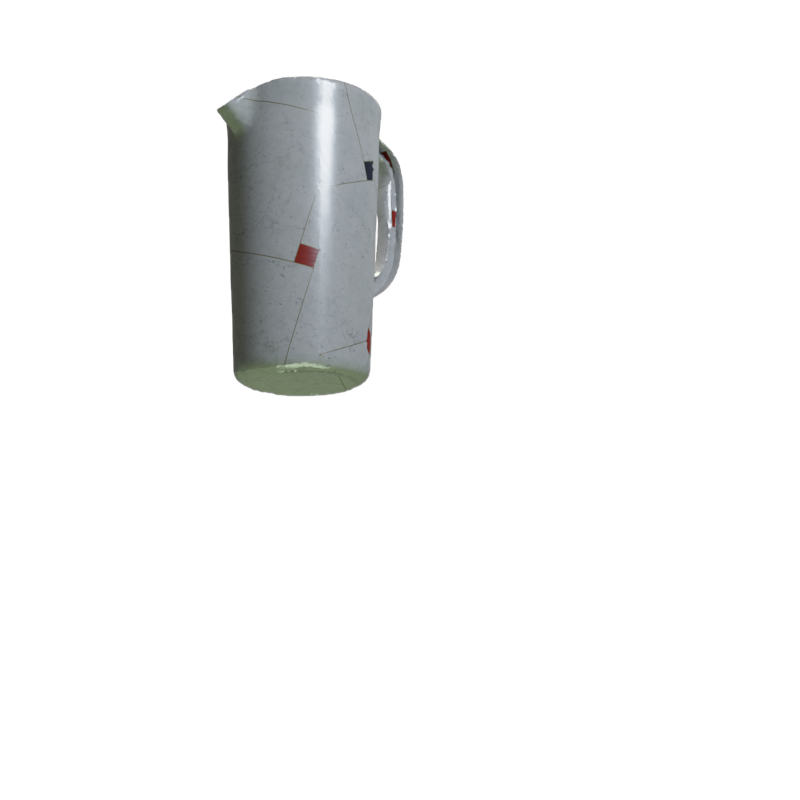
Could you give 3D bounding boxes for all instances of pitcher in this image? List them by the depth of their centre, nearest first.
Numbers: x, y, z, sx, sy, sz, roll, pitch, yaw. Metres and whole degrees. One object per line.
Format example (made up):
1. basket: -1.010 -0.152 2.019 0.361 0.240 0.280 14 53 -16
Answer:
1. pitcher: -0.072 -0.130 0.913 0.150 0.254 0.138 -2 -17 3
